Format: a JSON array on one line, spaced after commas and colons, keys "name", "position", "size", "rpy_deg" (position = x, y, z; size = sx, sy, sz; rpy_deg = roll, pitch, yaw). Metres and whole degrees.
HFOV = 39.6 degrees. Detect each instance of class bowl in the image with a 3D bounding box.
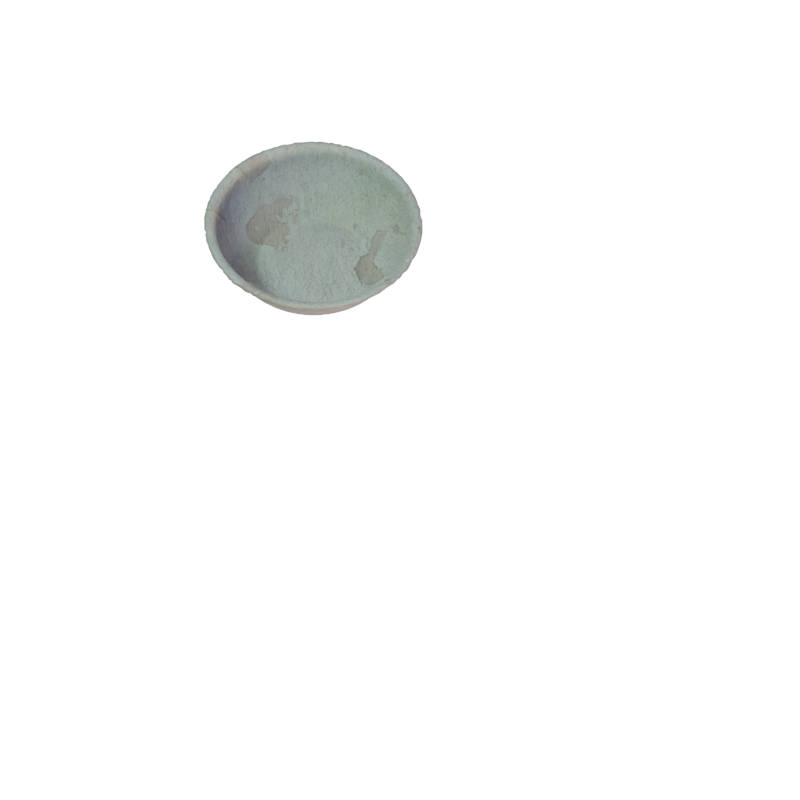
[{"name": "bowl", "position": [-0.066, -0.120, 0.840], "size": [0.162, 0.174, 0.051], "rpy_deg": [-1, -36, -1]}]
